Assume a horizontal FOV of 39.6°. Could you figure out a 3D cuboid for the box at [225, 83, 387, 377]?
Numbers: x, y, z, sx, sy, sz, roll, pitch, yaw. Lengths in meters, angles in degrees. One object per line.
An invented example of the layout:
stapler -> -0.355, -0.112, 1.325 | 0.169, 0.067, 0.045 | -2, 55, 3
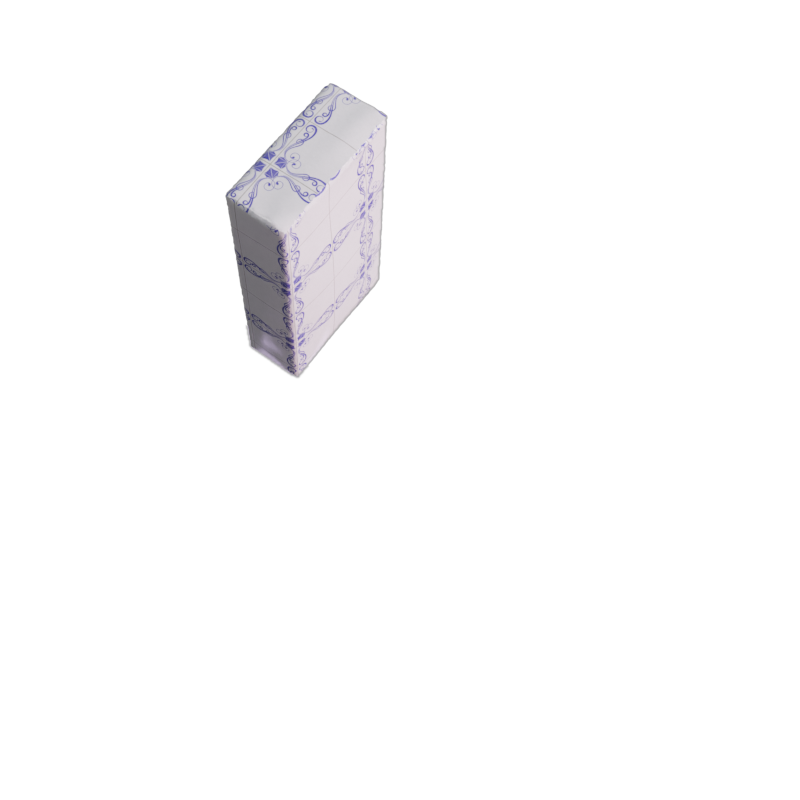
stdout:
box -> -0.050, -0.091, 0.641 | 0.050, 0.095, 0.167 | 34, -21, 10
